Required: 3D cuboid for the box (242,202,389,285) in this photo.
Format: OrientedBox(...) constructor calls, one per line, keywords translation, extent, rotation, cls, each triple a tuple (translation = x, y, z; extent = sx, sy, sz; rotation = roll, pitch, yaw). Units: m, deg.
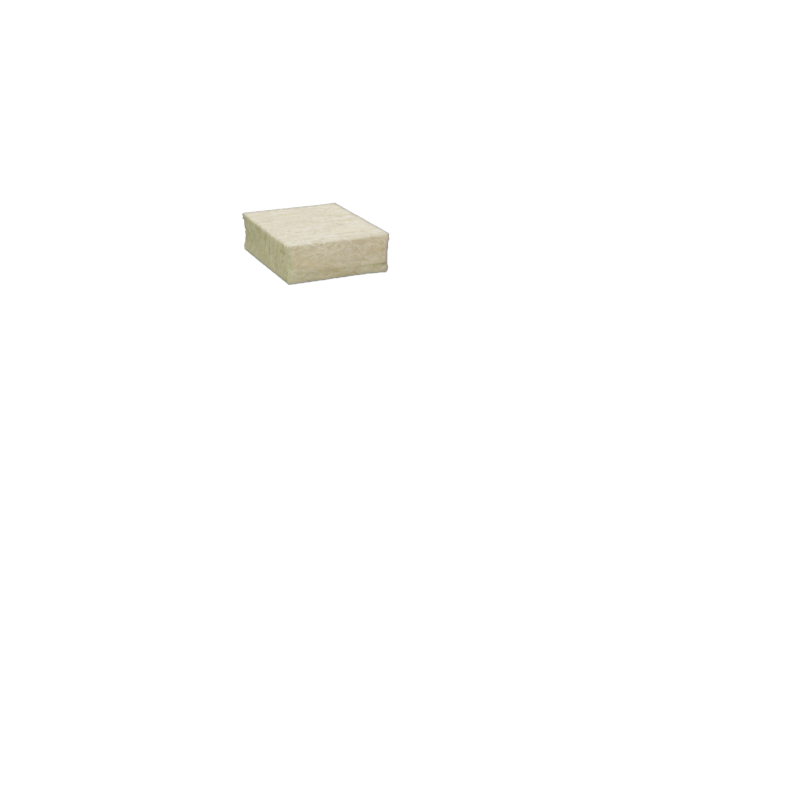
OrientedBox(translation=(-0.073, -0.133, 0.935), extent=(0.088, 0.037, 0.121), rotation=(-9, 23, -24), cls="box")
